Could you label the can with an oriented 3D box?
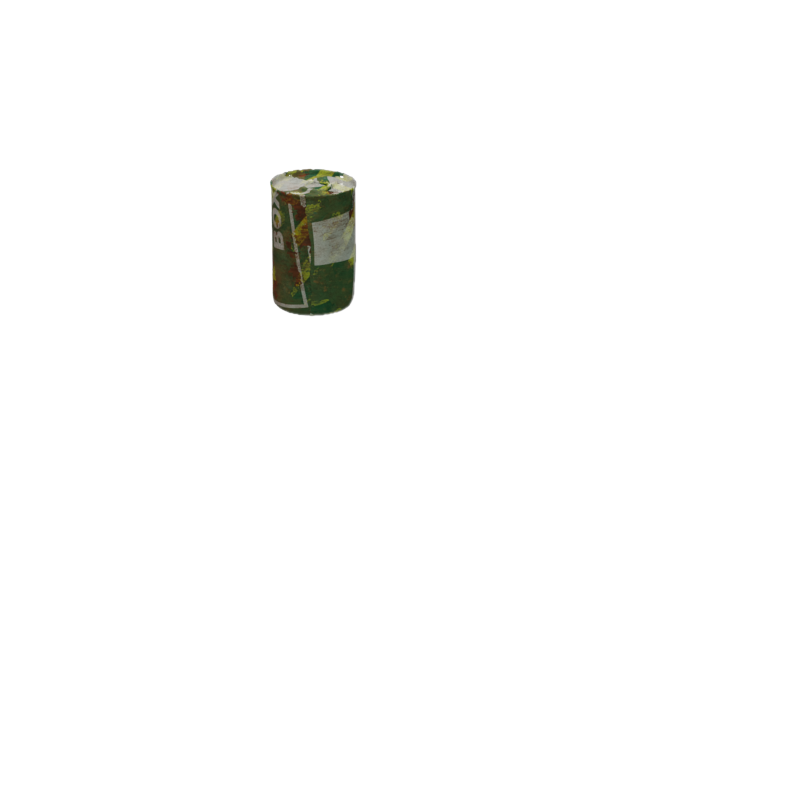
[{"bbox_3d":[-0.070,-0.127,0.890,0.068,0.097,0.072,0,25,-2],"label":"can"}]
